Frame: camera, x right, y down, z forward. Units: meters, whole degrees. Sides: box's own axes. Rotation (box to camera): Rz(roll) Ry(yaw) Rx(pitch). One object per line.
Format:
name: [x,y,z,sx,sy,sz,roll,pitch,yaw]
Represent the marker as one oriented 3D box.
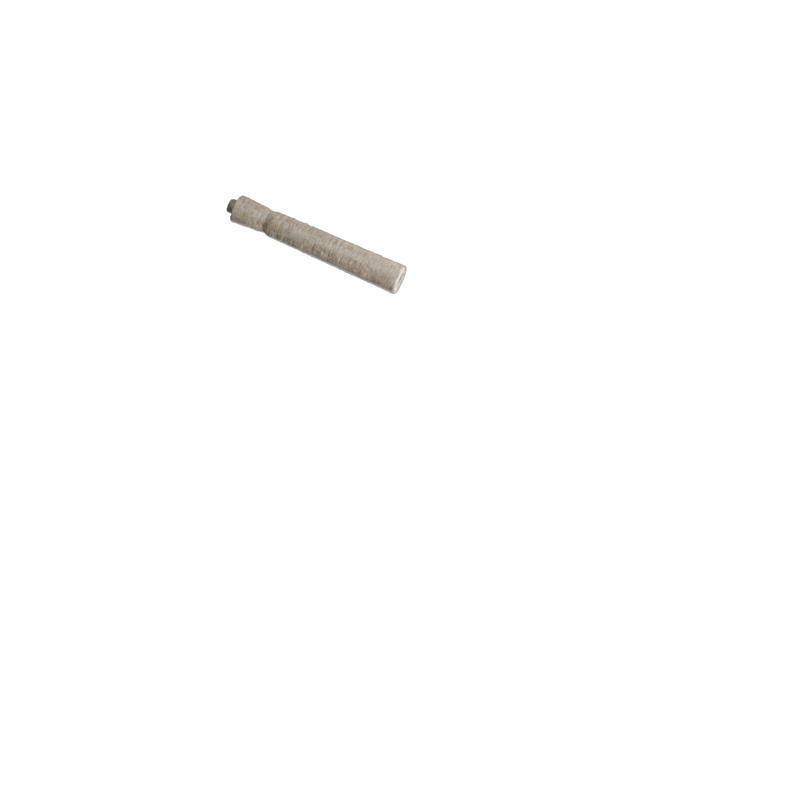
marker: [-0.054,-0.099,0.692,0.125,0.019,0.019,26,10,15]
